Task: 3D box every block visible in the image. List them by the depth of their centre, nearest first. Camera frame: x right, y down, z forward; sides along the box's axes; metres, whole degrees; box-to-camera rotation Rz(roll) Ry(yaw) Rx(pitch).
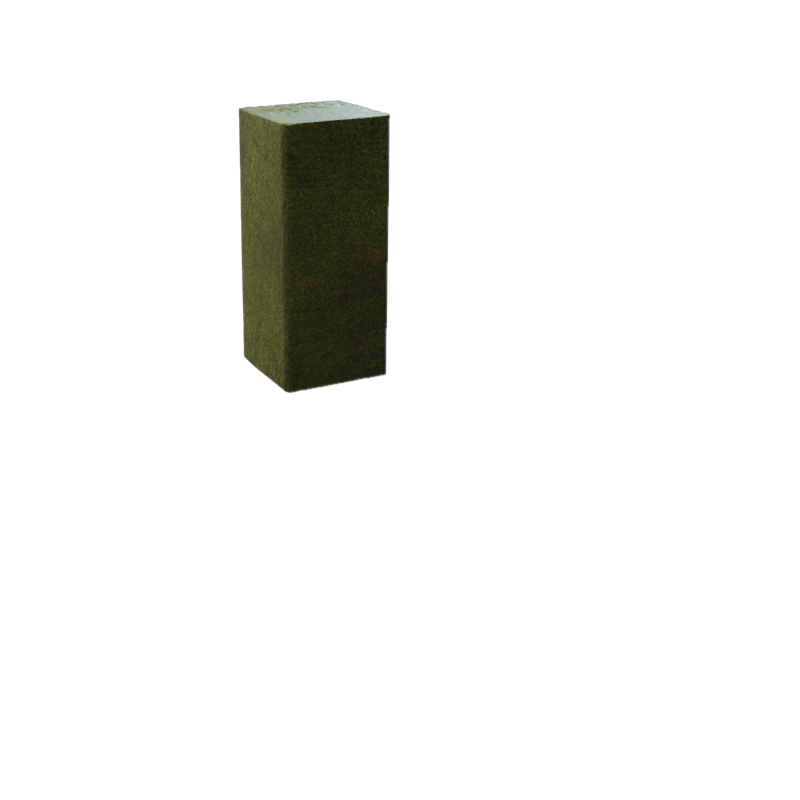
[{"bbox_3d":[-0.068,-0.123,0.864,0.089,0.198,0.096,-8,19,-27],"label":"block"}]
